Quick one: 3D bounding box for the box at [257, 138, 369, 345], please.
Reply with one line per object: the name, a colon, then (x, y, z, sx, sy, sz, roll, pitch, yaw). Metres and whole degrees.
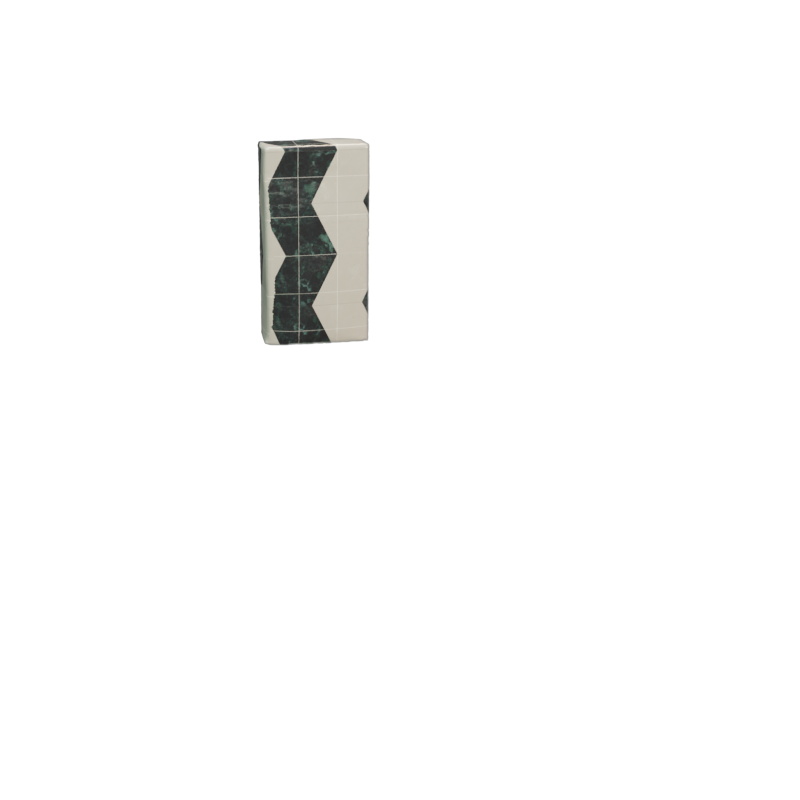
box: (-0.075, -0.137, 0.962, 0.092, 0.171, 0.050, -2, 13, -12)
